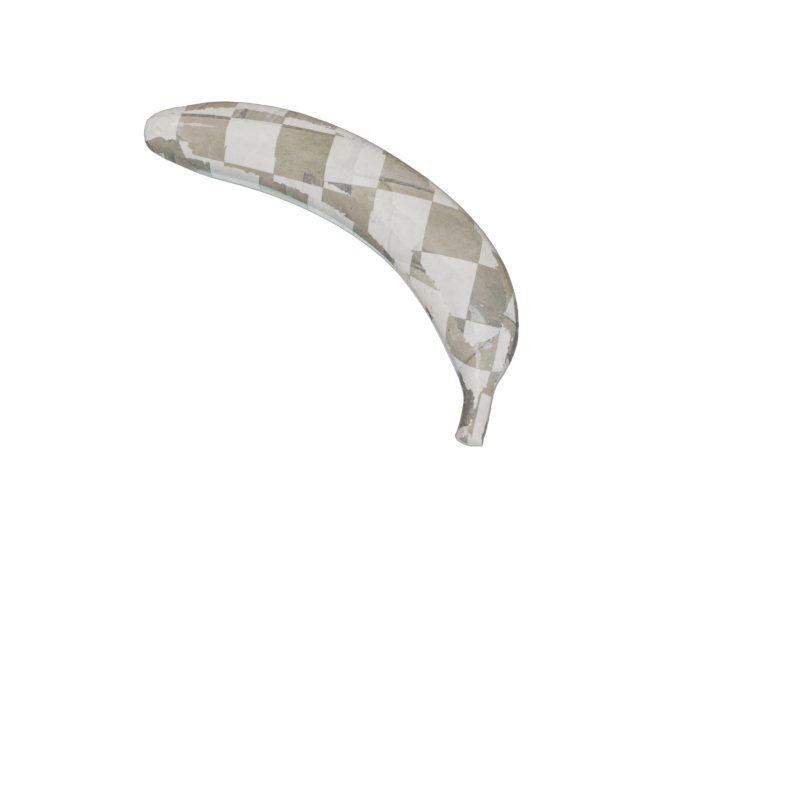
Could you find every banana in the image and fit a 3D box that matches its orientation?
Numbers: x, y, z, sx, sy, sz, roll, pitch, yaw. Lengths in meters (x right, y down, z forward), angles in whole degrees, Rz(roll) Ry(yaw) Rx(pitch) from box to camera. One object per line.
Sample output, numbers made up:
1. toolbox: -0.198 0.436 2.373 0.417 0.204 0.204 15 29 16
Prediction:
1. banana: -0.019 -0.073 0.452 0.070 0.208 0.035 -40 -21 -19
